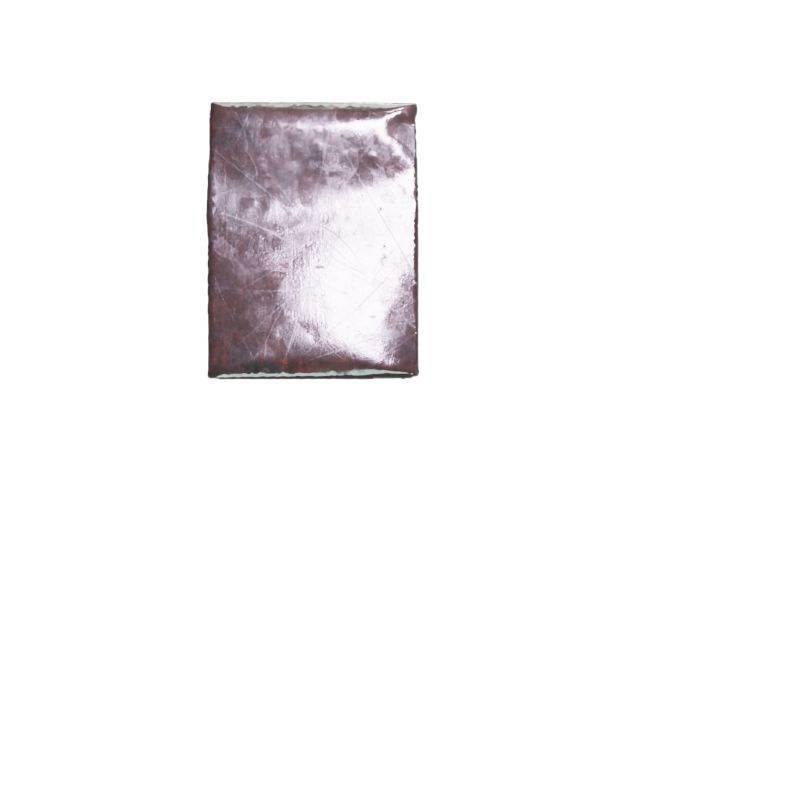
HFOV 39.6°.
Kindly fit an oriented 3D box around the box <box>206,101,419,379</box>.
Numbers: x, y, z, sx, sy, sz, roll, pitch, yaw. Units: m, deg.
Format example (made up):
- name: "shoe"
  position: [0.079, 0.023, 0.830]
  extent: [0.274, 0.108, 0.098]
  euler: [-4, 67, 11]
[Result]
- name: "box"
  position: [-0.068, -0.124, 0.871]
  extent: [0.164, 0.216, 0.071]
  euler: [0, -3, -2]
